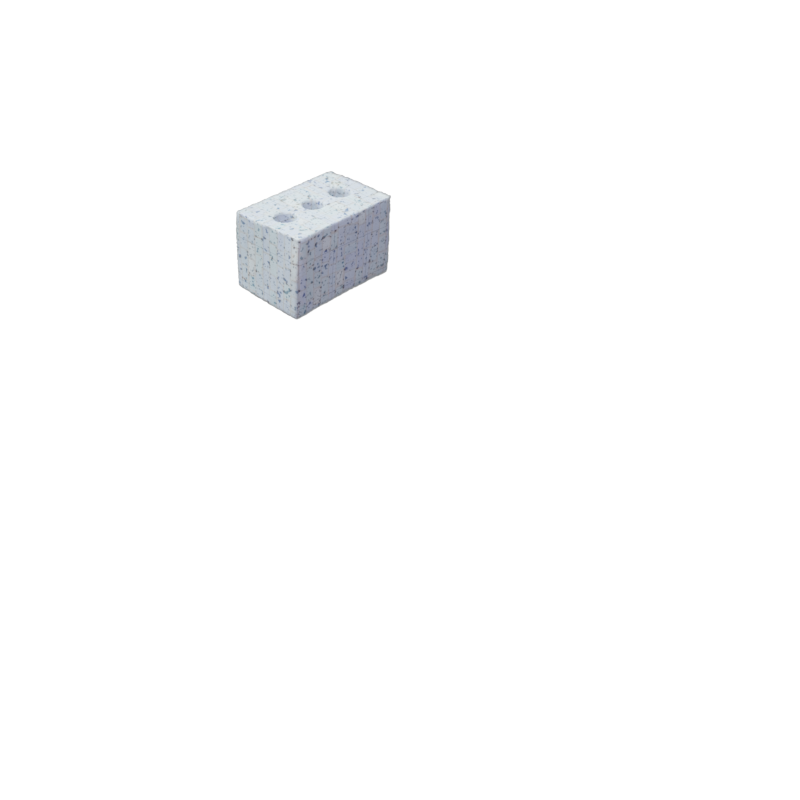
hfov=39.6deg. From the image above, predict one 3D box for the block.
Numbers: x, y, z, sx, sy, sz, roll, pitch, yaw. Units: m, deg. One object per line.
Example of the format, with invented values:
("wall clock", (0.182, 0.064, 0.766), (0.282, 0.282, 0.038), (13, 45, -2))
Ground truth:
("block", (-0.051, -0.092, 0.646), (0.056, 0.048, 0.078), (27, 42, 33))
